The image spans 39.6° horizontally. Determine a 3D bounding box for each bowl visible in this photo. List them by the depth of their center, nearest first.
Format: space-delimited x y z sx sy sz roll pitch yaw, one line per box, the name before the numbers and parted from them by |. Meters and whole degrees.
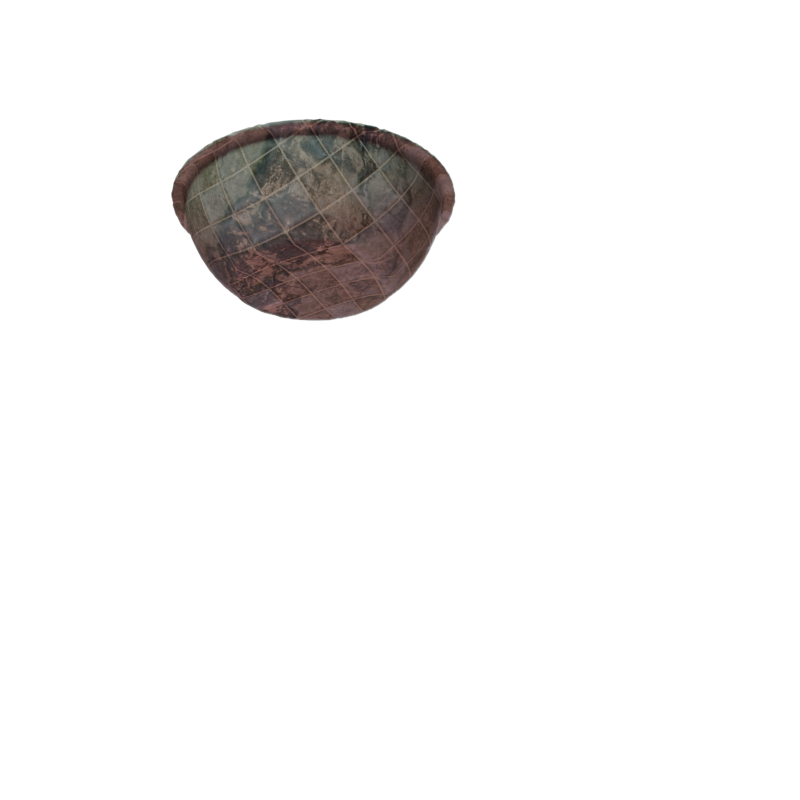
bowl | -0.049 -0.089 0.622 0.162 0.058 0.153 1 -25 -2
